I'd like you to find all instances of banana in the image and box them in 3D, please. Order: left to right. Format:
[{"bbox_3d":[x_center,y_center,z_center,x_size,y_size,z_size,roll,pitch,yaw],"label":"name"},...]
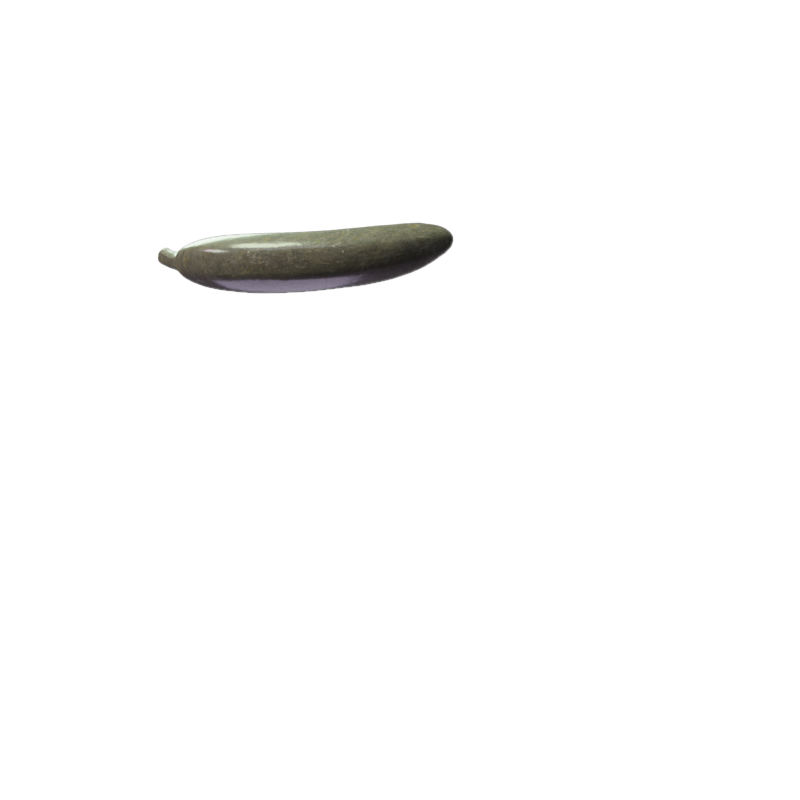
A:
[{"bbox_3d":[-0.058,-0.095,0.714,0.196,0.035,0.074,-3,28,-5],"label":"banana"}]
